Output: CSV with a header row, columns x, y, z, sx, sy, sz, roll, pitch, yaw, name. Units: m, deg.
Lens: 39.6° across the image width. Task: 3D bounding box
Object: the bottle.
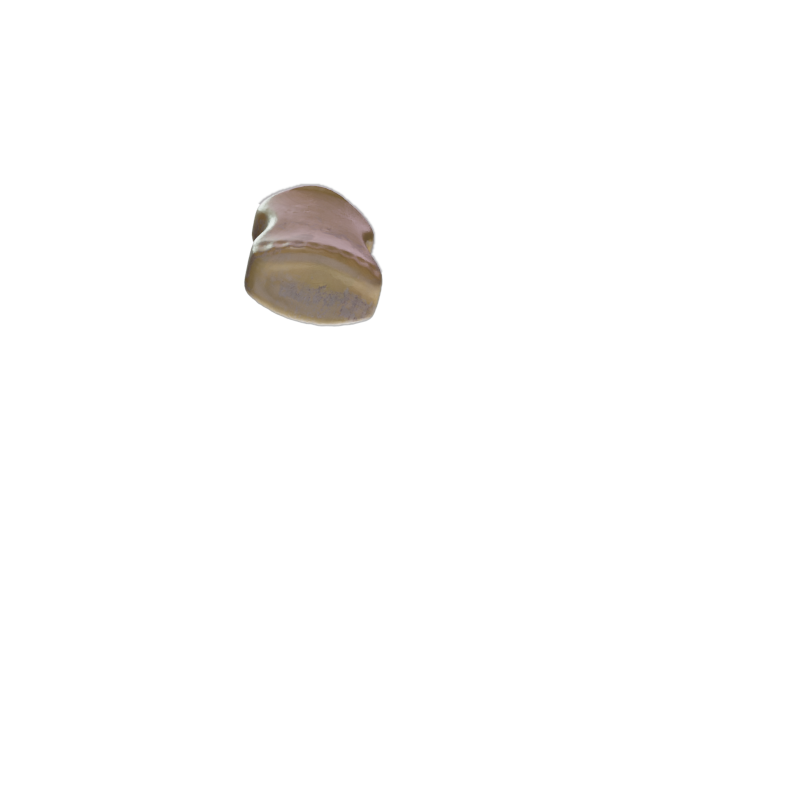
x,y,z,sx,sy,sz,roll,pitch,yaw,name
-0.067,-0.123,0.858,0.095,0.056,0.202,9,26,-8,bottle
